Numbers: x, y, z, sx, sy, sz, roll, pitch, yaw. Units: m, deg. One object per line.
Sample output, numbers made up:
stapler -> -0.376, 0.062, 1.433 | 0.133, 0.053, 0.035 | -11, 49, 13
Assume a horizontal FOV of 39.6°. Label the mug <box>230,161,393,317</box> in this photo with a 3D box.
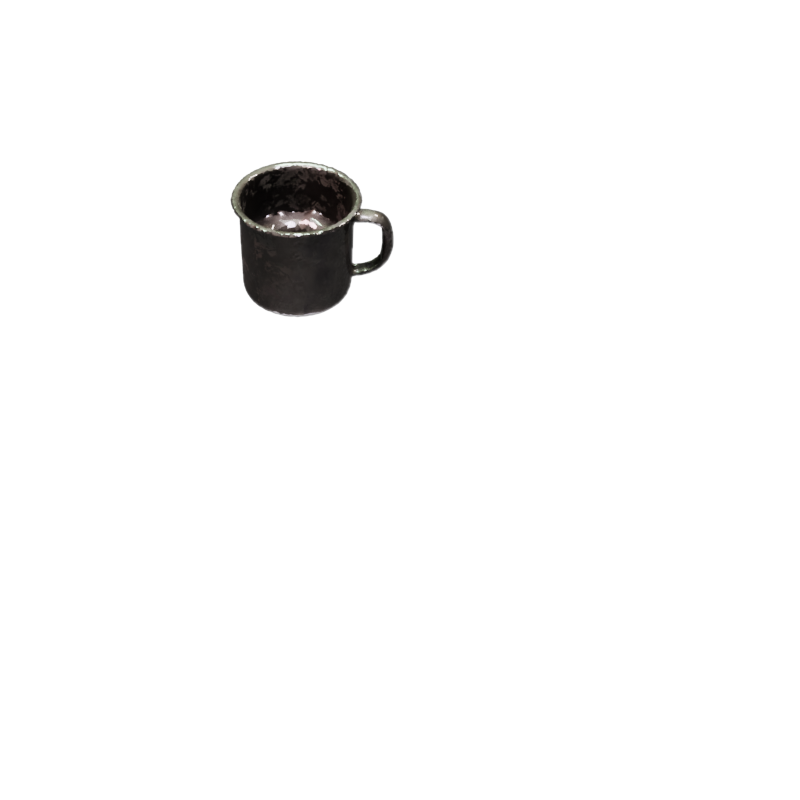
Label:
mug -> -0.063, -0.116, 0.810 | 0.117, 0.076, 0.100 | -1, 41, -2
